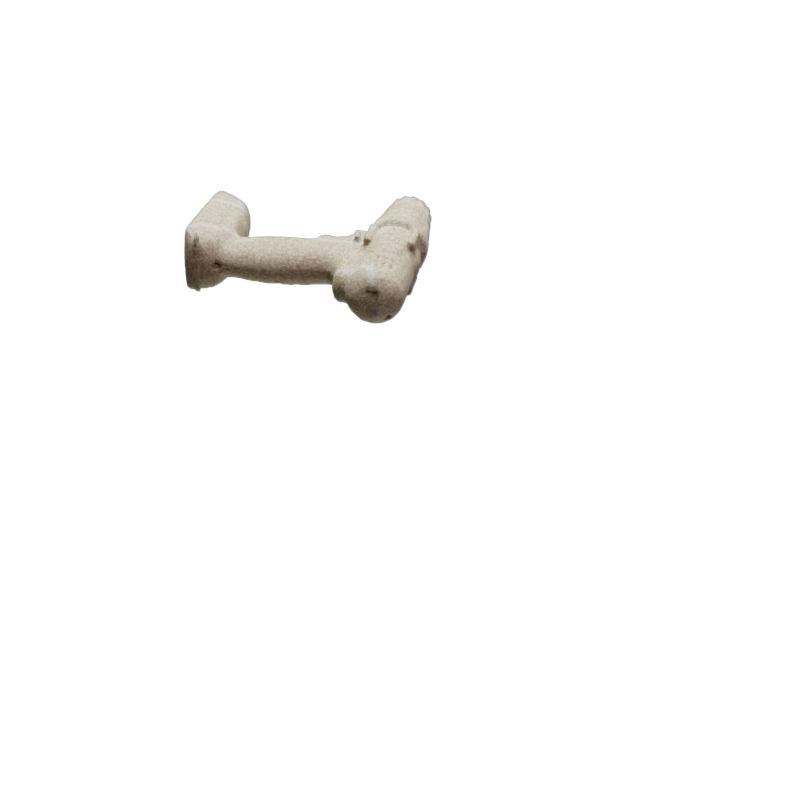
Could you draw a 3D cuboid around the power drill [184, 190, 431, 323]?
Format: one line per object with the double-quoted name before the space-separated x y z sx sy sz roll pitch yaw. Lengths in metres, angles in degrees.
"power drill" -0.072 -0.131 0.914 0.191 0.054 0.192 6 29 10
